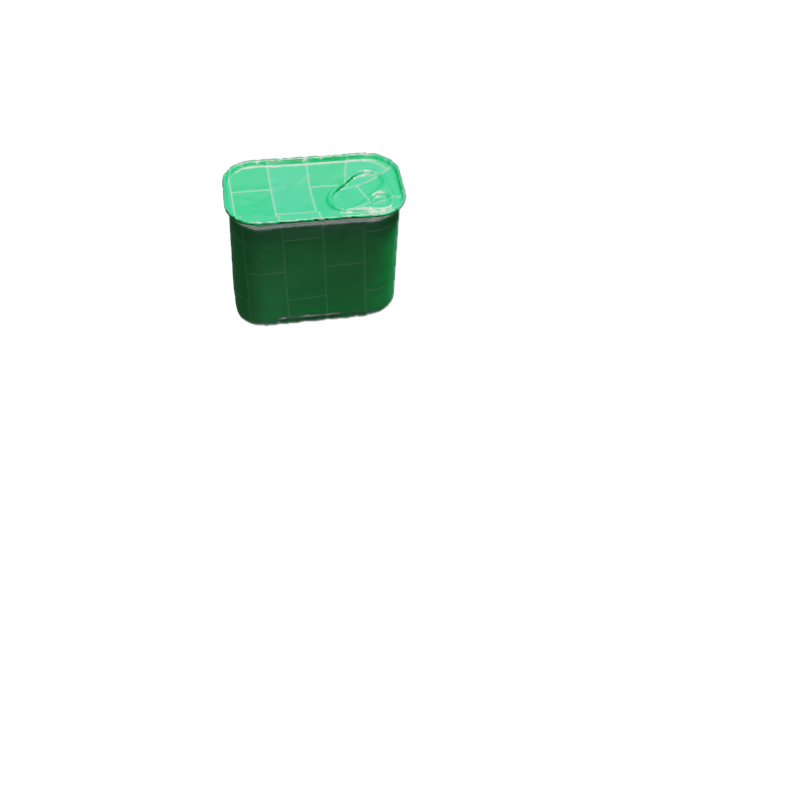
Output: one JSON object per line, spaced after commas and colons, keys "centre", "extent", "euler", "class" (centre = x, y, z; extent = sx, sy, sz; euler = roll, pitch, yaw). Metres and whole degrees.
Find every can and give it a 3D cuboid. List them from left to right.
{"centre": [-0.051, -0.093, 0.649], "extent": [0.101, 0.078, 0.062], "euler": [-5, 45, -7], "class": "can"}
